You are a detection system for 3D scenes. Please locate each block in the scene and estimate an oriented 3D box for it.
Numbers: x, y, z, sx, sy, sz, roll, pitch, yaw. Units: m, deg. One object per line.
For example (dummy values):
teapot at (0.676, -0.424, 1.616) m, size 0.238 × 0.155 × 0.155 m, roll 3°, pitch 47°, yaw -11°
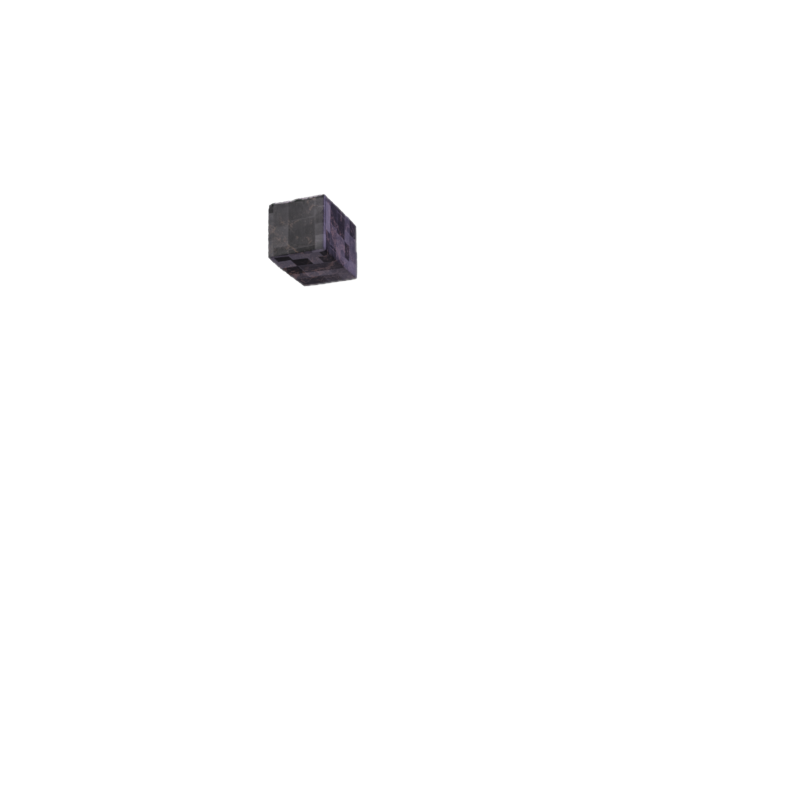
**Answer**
block at (-0.074, -0.136, 0.951) m, size 0.054 × 0.054 × 0.073 m, roll -7°, pitch -18°, yaw 19°
